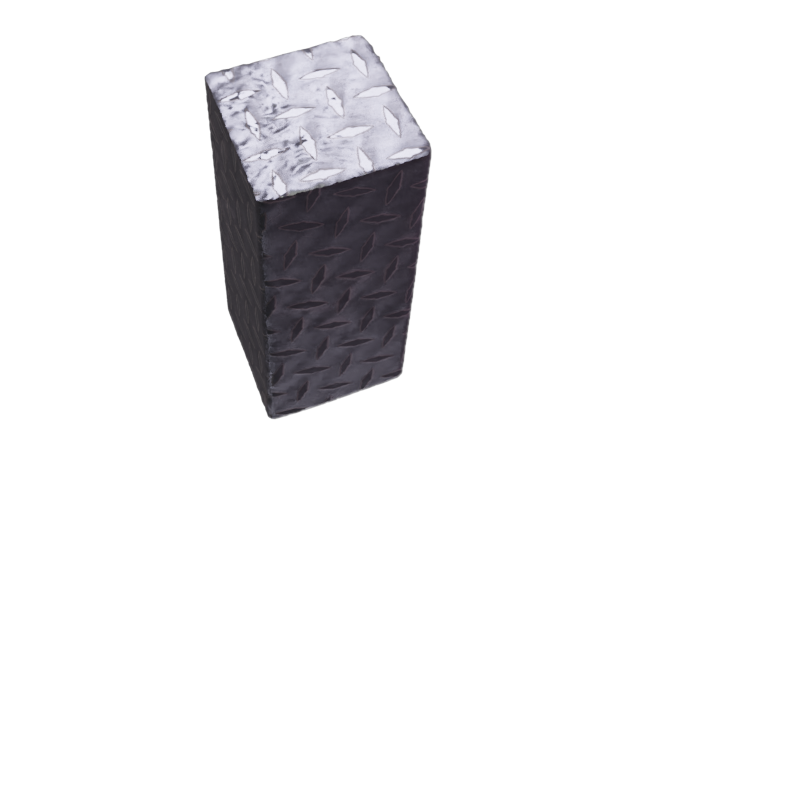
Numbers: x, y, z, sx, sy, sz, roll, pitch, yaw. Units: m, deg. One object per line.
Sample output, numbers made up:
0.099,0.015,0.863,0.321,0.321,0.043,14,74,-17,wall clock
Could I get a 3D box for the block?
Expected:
-0.048,-0.088,0.617,0.089,0.097,0.193,-17,-30,-14,block
